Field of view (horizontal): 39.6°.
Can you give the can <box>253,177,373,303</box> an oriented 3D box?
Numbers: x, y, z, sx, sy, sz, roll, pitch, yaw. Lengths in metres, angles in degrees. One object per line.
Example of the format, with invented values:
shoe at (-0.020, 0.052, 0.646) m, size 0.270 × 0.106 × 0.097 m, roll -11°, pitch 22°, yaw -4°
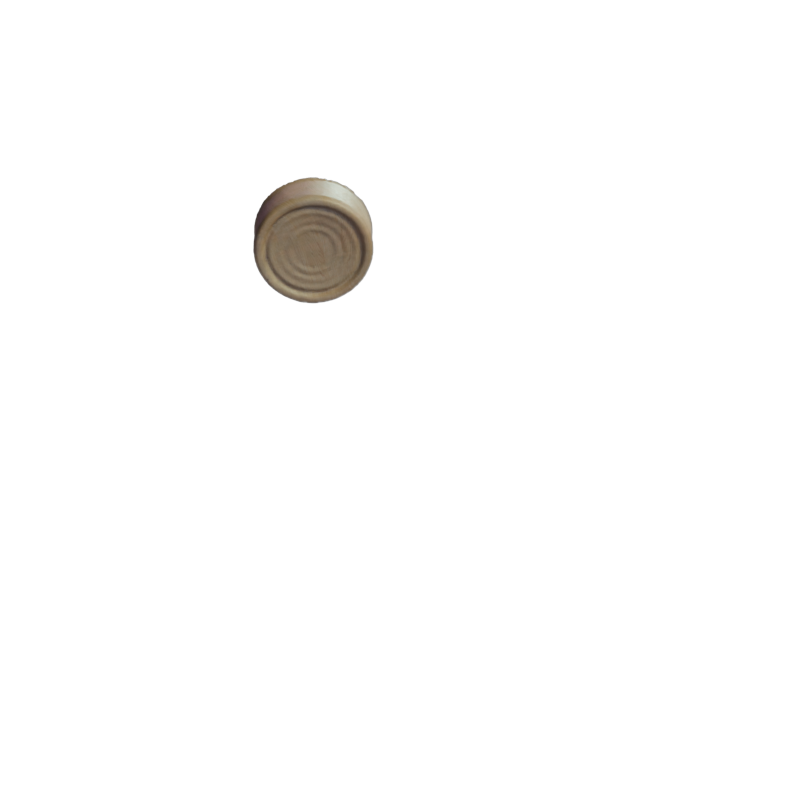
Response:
can at (-0.062, -0.112, 0.787) m, size 0.086 × 0.081 × 0.036 m, roll 1°, pitch 30°, yaw -1°
